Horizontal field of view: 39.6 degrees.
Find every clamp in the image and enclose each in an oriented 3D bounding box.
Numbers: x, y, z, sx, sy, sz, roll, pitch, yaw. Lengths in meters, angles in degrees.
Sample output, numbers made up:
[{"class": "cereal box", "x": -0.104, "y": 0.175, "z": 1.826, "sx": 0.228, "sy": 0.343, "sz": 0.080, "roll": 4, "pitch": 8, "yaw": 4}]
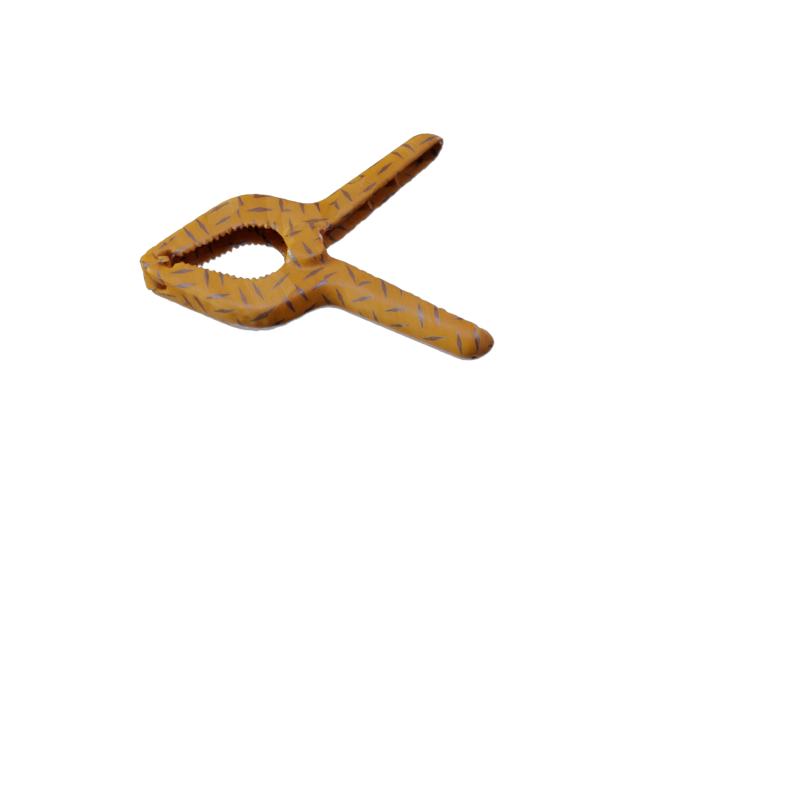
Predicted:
[{"class": "clamp", "x": -0.054, "y": -0.099, "z": 0.691, "sx": 0.210, "sy": 0.176, "sz": 0.034, "roll": -1, "pitch": -33, "yaw": -1}]
